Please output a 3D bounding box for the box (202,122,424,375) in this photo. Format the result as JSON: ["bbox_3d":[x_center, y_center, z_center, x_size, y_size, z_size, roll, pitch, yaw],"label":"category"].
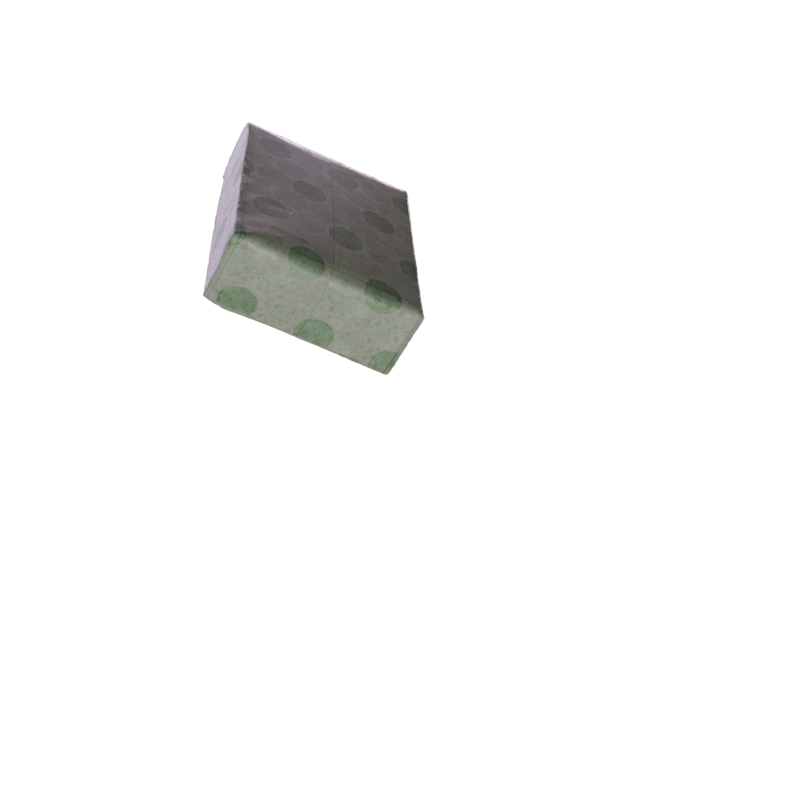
[{"bbox_3d":[-0.073,-0.133,0.930,0.159,0.069,0.228,21,30,-16],"label":"box"}]
